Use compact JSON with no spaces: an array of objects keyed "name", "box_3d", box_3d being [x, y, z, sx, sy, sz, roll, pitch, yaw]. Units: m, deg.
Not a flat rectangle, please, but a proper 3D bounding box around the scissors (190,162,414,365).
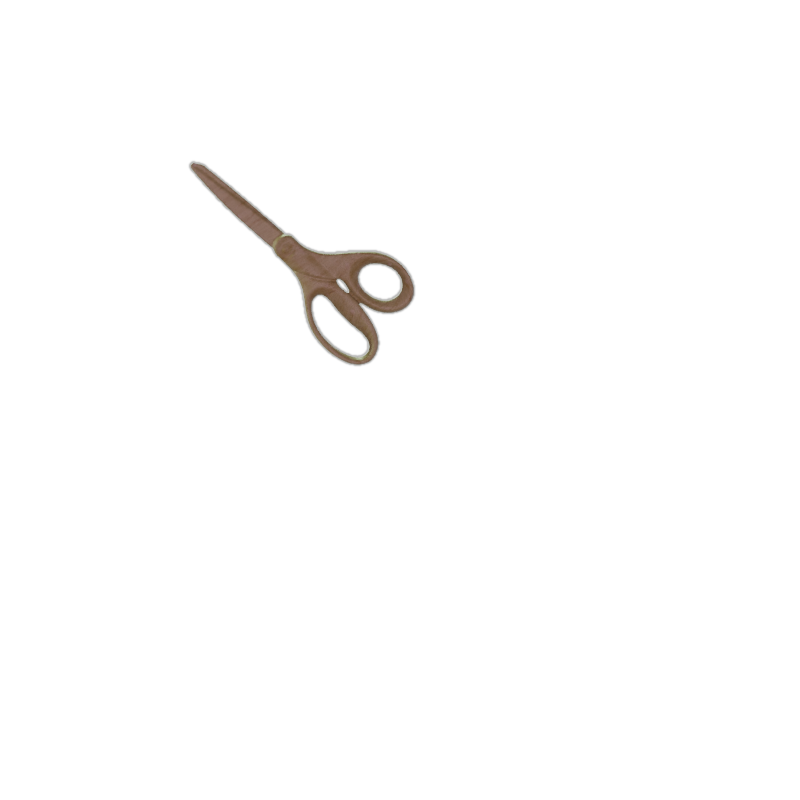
[{"name":"scissors","box_3d":[-0.066,-0.121,0.848,0.096,0.201,0.016,-33,2,1]}]
